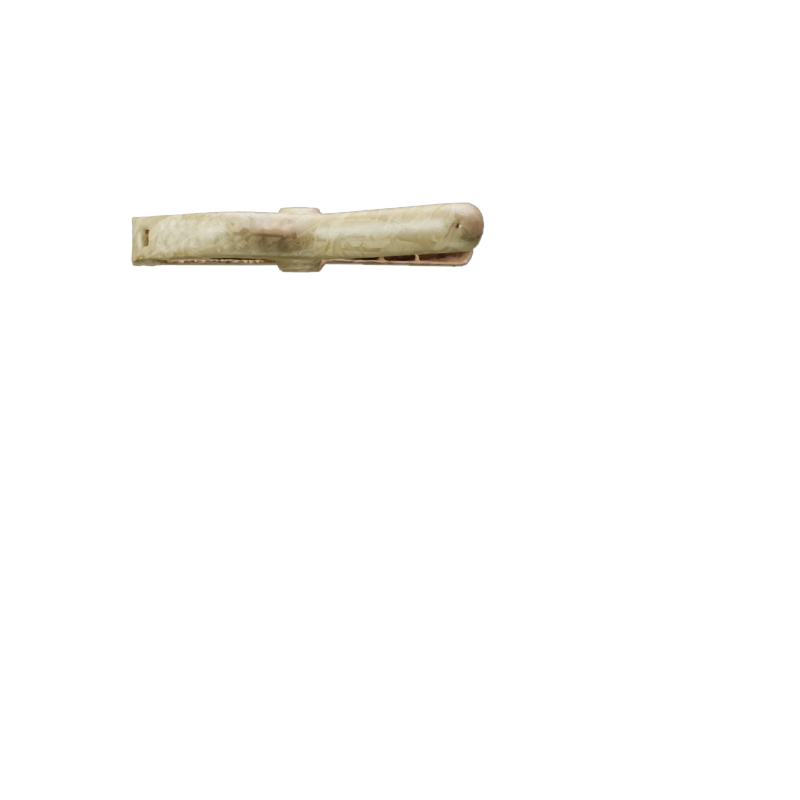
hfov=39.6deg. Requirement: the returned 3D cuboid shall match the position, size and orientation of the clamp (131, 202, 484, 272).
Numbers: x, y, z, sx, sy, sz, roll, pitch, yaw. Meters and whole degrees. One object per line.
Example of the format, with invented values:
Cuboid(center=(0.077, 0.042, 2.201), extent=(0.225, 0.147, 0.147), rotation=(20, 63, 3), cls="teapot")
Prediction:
Cuboid(center=(-0.051, -0.093, 0.651), extent=(0.213, 0.037, 0.161), rotation=(0, 2, 11), cls="clamp")
